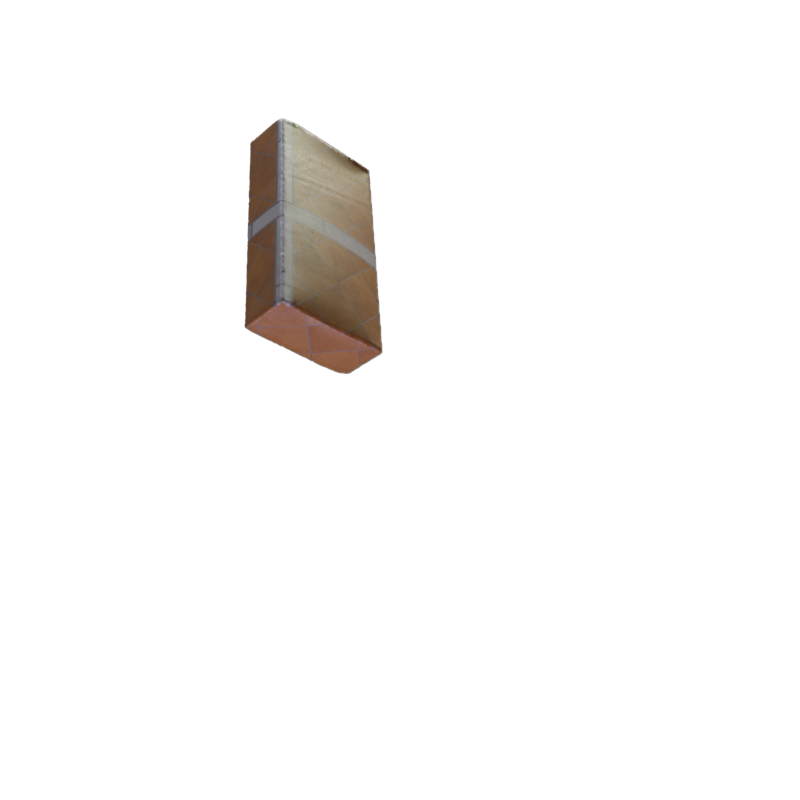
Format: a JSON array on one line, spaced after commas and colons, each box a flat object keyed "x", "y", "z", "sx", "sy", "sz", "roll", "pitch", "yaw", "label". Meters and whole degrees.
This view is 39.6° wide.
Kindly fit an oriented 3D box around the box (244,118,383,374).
[{"x": -0.062, "y": -0.113, "z": 0.790, "sx": 0.088, "sy": 0.189, "sz": 0.048, "roll": 26, "pitch": -45, "yaw": -34, "label": "box"}]
